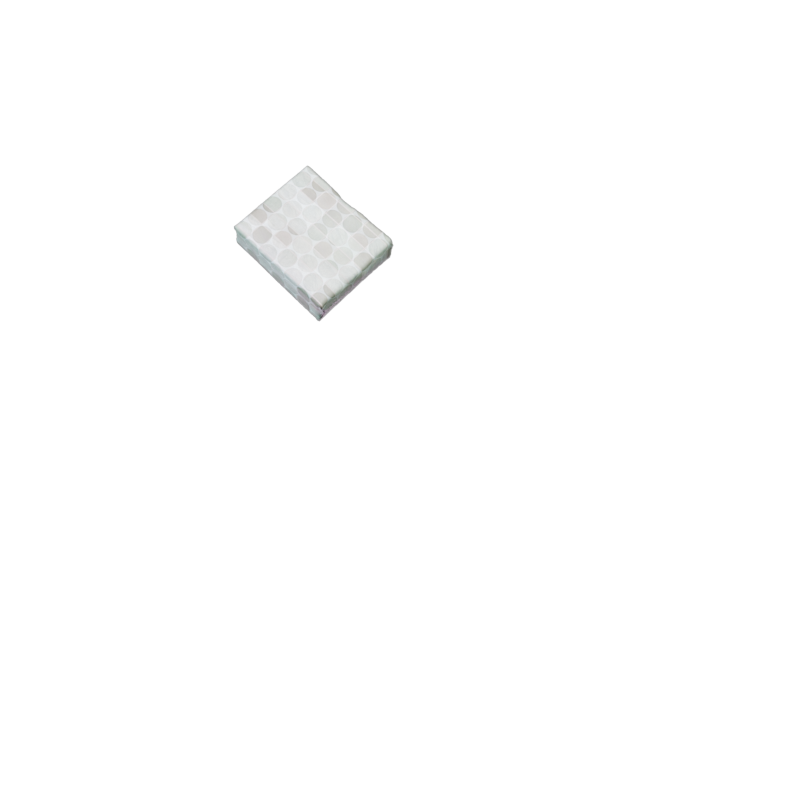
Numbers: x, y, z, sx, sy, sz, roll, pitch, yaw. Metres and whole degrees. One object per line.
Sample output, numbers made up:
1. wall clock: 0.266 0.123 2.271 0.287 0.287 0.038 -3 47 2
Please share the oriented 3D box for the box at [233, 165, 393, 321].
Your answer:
1. box: -0.062 -0.112 0.788 0.074 0.093 0.029 -42 -17 -17
